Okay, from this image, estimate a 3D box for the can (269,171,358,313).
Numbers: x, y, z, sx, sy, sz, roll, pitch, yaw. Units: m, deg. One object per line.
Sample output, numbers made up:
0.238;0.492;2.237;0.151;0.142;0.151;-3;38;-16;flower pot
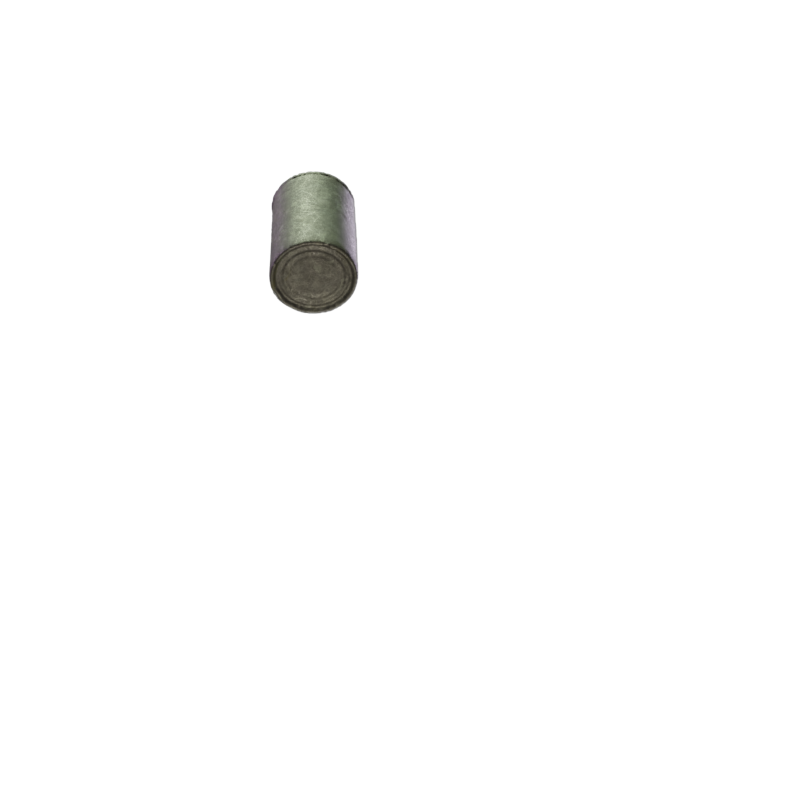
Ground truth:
-0.067;-0.123;0.859;0.068;0.064;0.109;-1;38;-3;can
